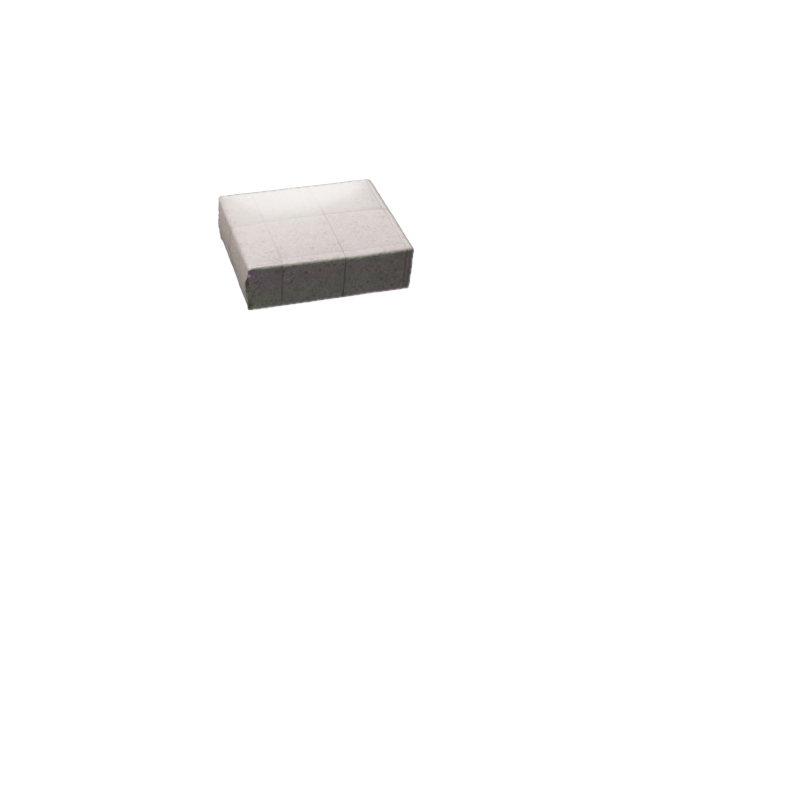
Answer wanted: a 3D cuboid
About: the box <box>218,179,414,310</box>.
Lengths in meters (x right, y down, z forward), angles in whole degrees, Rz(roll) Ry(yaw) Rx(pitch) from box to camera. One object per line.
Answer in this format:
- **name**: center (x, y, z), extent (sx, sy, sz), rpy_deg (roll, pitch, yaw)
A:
- **box**: center (-0.058, -0.106, 0.743), extent (0.112, 0.036, 0.097), rpy_deg (-11, 40, -14)
